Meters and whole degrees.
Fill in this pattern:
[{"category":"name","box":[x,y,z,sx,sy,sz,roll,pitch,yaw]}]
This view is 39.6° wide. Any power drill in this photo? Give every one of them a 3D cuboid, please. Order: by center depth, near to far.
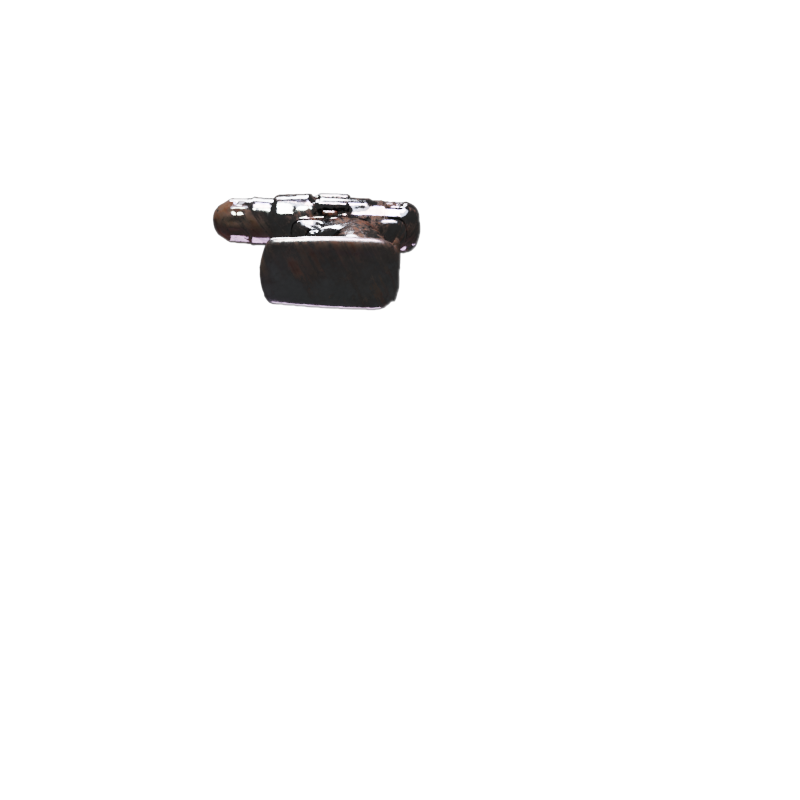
[{"category":"power drill","box":[-0.072,-0.131,0.921,0.185,0.055,0.196,0,23,0]}]
